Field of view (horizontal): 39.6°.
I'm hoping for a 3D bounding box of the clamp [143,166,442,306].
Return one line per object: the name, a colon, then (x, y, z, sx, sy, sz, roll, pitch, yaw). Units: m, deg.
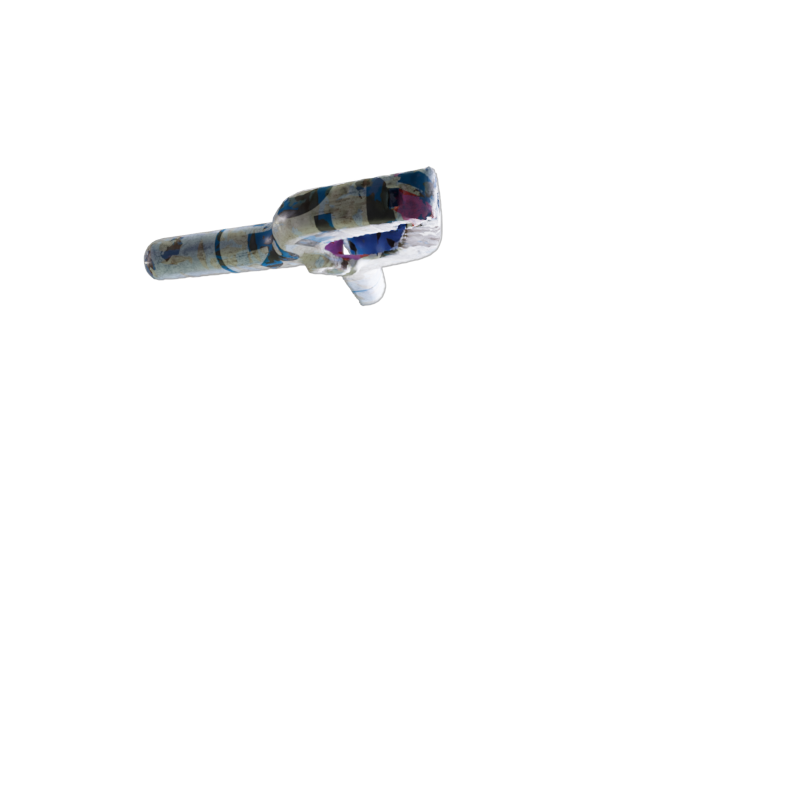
clamp: (-0.050, -0.090, 0.632, 0.160, 0.037, 0.210, 3, -8, -22)
